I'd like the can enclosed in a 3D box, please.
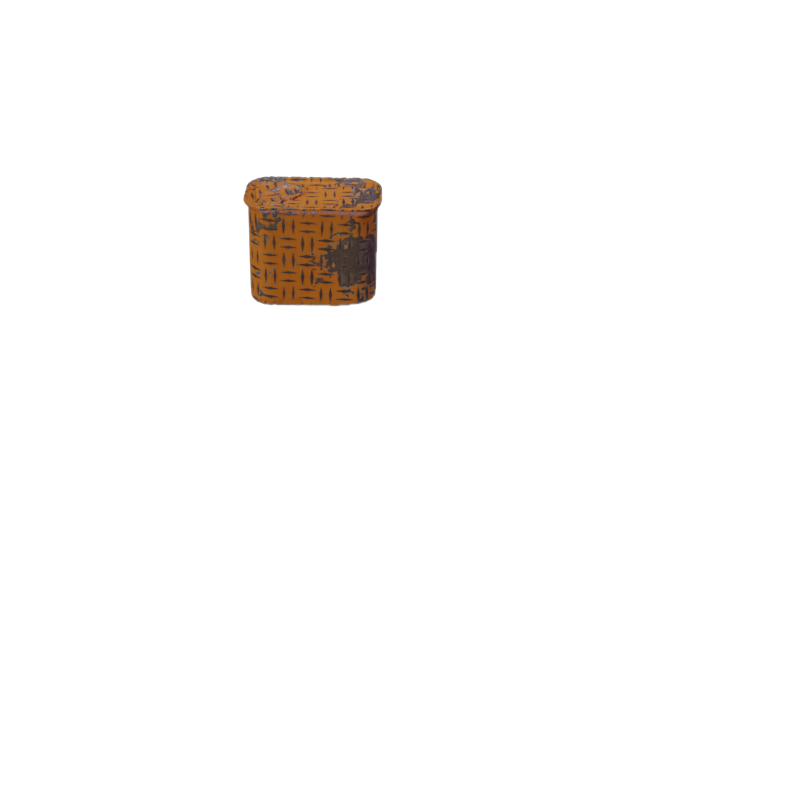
[{"bbox_3d":[-0.066,-0.120,0.840,0.102,0.079,0.061,2,30,1],"label":"can"}]
